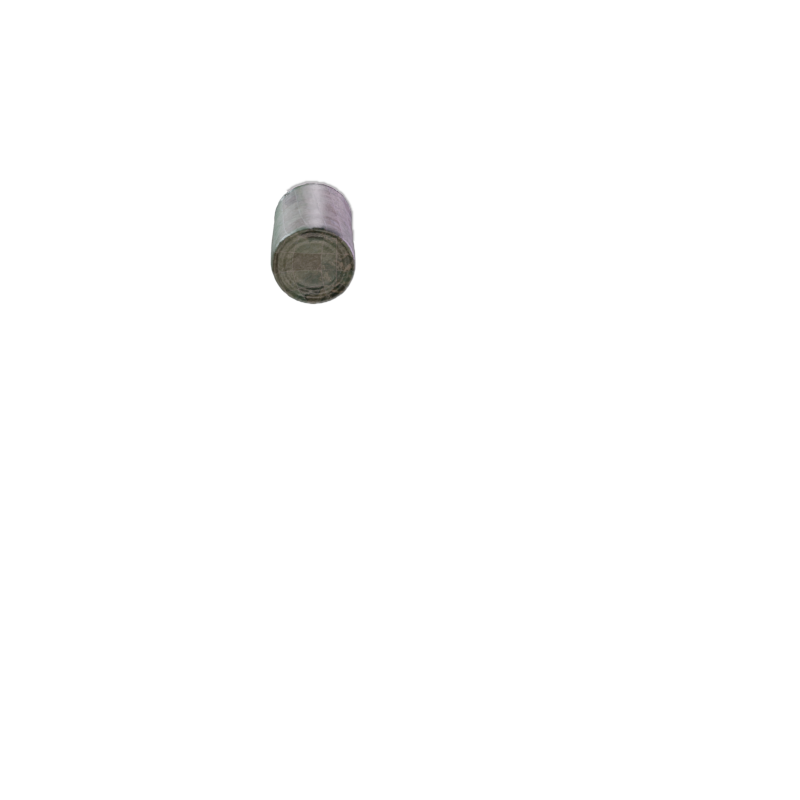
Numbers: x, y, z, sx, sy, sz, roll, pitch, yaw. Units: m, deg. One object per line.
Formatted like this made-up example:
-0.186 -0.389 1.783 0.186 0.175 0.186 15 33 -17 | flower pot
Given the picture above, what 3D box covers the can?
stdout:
-0.071 -0.130 0.910 0.068 0.065 0.108 0 28 -3 | can
